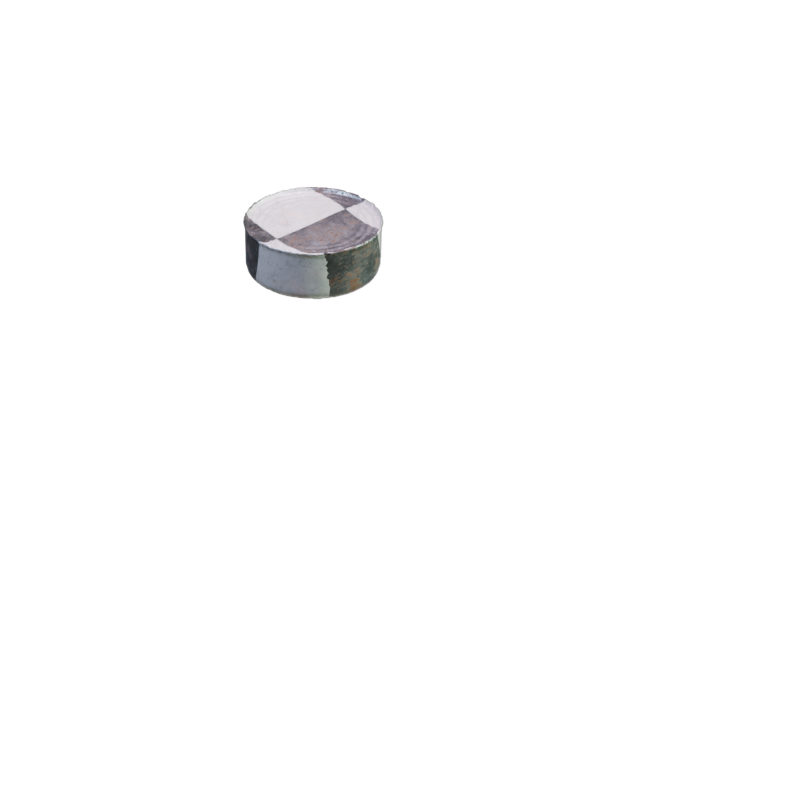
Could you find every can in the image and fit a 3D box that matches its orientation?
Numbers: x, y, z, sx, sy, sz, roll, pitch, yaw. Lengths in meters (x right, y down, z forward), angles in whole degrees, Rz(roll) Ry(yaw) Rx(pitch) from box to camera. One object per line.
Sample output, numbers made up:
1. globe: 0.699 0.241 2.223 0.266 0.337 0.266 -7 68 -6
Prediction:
1. can: -0.054 -0.098 0.687 0.086 0.031 0.092 -1 35 -2
